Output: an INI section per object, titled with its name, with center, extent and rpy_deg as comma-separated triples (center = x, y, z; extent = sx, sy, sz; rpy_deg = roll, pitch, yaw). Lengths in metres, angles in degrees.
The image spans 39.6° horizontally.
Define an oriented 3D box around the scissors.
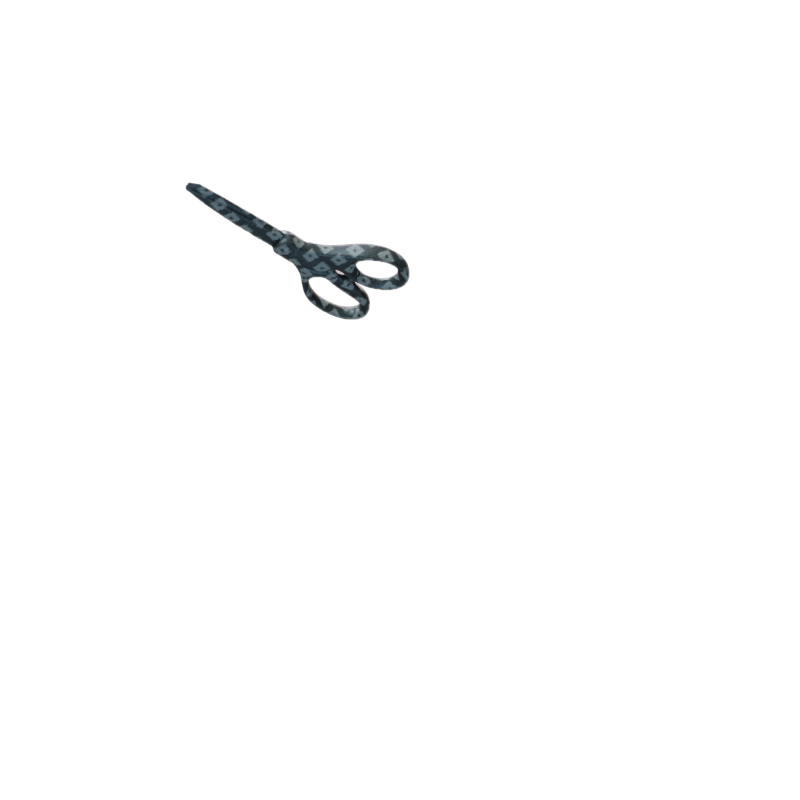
[scissors]
center = -0.065, -0.119, 0.836
extent = 0.097, 0.017, 0.186
rpy_deg = -16, -36, 23
